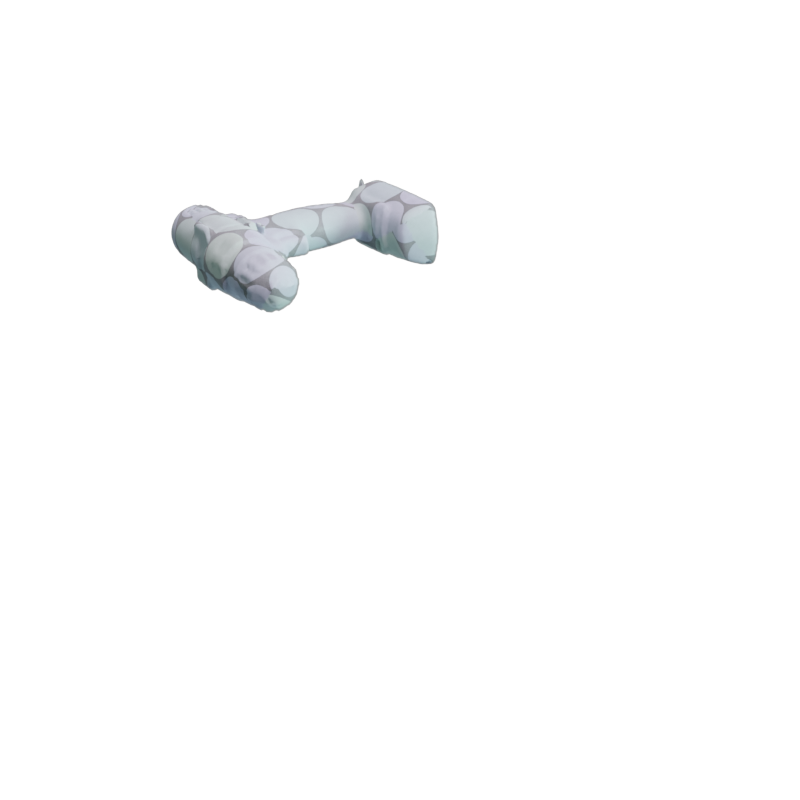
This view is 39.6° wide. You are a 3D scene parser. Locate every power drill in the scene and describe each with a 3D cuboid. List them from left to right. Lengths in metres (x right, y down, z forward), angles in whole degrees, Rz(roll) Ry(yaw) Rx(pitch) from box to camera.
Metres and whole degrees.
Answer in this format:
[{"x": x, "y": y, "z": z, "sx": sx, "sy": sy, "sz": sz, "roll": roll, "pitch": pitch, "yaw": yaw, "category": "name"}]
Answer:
[{"x": -0.068, "y": -0.123, "z": 0.865, "sx": 0.184, "sy": 0.055, "sz": 0.197, "roll": -12, "pitch": 27, "yaw": -25, "category": "power drill"}]
